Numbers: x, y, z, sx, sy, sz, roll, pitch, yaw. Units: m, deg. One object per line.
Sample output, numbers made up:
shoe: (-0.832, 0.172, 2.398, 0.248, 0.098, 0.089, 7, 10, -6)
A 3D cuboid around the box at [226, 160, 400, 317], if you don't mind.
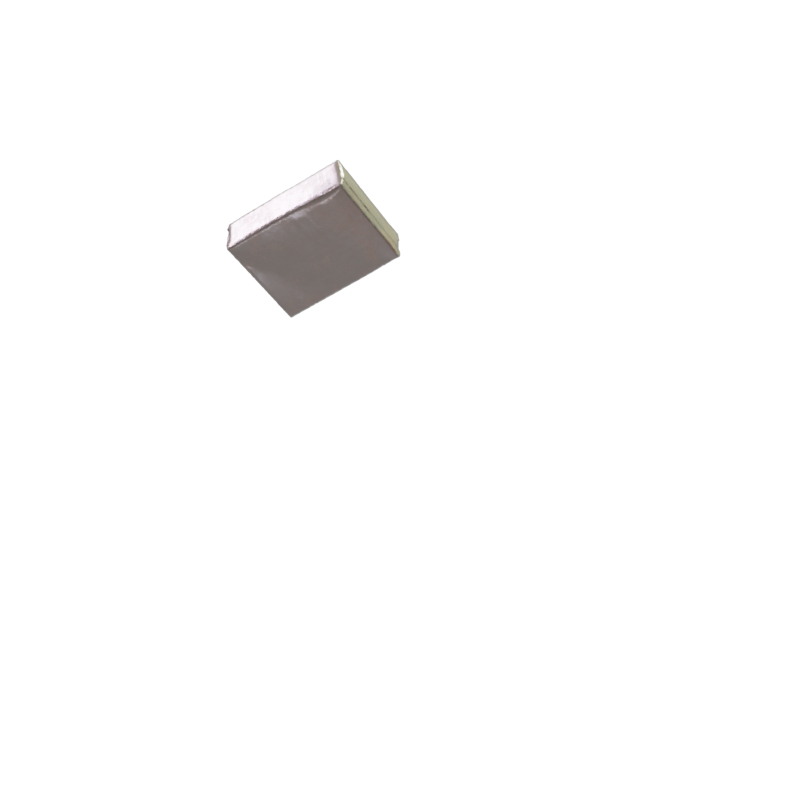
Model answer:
box: (-0.070, -0.128, 0.898, 0.113, 0.042, 0.084, -26, -54, 21)
